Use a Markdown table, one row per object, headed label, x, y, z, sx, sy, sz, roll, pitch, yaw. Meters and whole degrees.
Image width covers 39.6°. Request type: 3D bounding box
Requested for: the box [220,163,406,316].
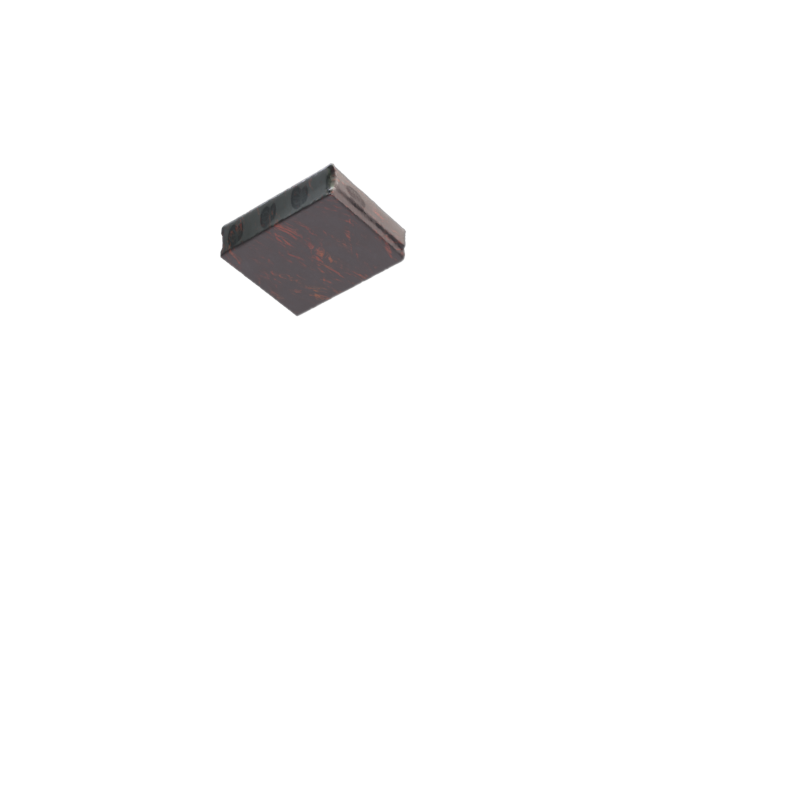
| label | x | y | z | sx | sy | sz | roll | pitch | yaw |
| --- | --- | --- | --- | --- | --- | --- | --- | --- | --- |
| box | -0.053 | -0.096 | 0.672 | 0.089 | 0.032 | 0.068 | -26 | -45 | 28 |
